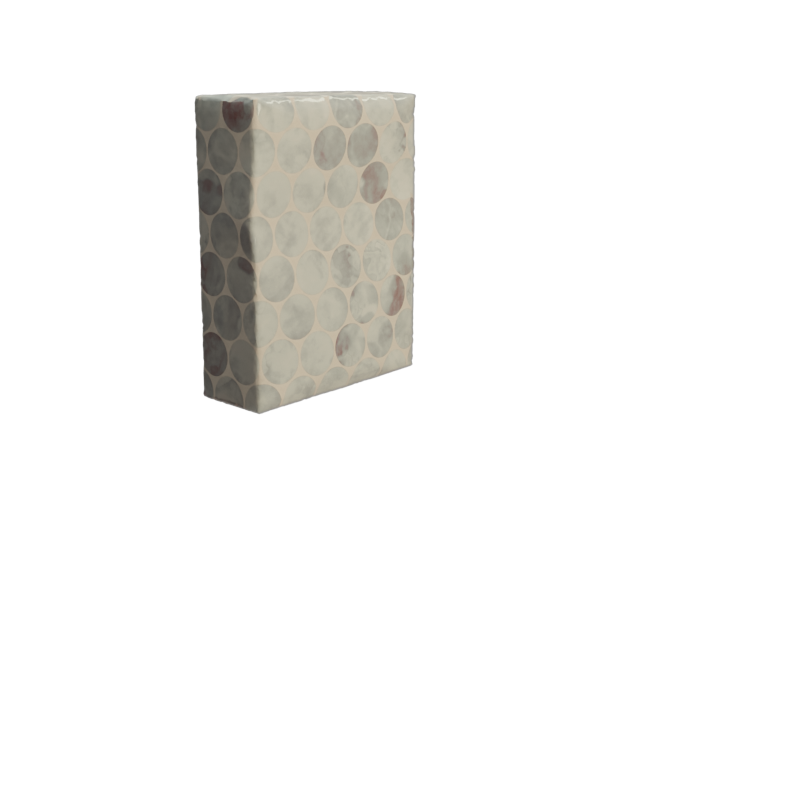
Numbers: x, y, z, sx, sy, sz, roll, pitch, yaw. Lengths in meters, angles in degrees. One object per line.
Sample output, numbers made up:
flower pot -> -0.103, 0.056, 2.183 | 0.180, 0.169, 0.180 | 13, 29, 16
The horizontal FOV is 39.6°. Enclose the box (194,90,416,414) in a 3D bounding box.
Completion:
box -> -0.063, -0.114, 0.802 | 0.075, 0.208, 0.160 | 10, 16, 42
